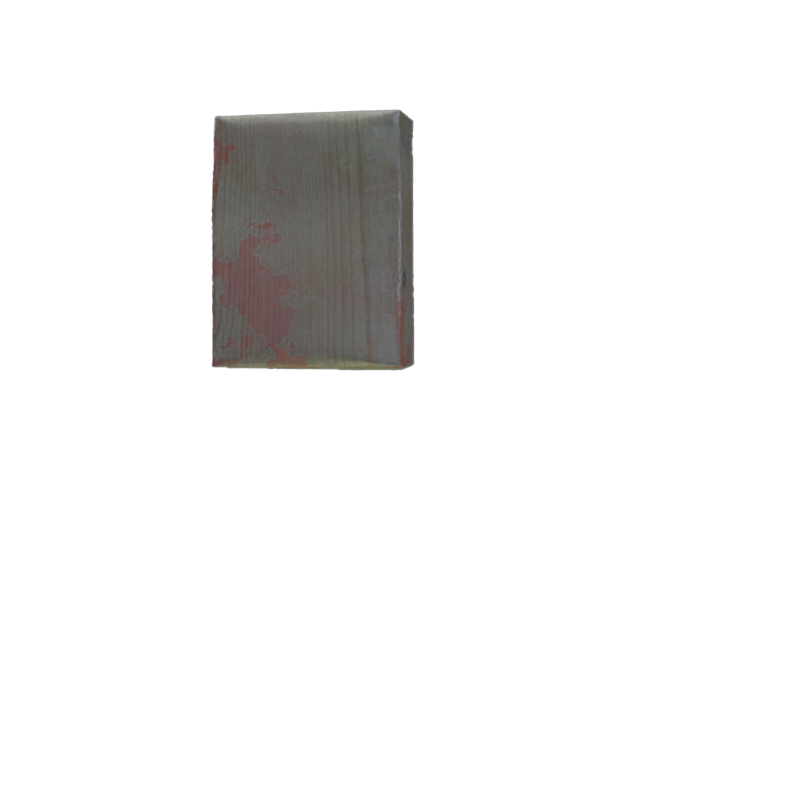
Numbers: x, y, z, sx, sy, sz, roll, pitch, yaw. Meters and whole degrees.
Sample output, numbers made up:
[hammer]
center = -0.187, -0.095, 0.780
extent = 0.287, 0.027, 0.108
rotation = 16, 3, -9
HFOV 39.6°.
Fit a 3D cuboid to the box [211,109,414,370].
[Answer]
[box]
center = -0.073, -0.134, 0.935
extent = 0.167, 0.215, 0.070
rotation = 0, -2, 12
